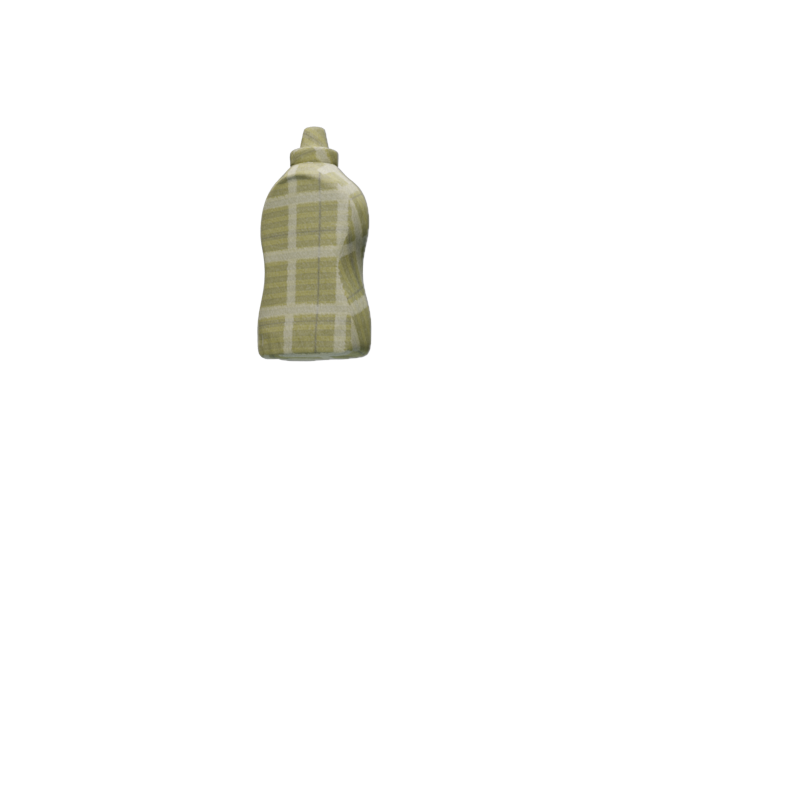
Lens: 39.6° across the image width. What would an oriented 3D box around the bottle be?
[{"bbox_3d":[-0.071,-0.130,0.909,0.099,0.196,0.055,-7,-11,35],"label":"bottle"}]
